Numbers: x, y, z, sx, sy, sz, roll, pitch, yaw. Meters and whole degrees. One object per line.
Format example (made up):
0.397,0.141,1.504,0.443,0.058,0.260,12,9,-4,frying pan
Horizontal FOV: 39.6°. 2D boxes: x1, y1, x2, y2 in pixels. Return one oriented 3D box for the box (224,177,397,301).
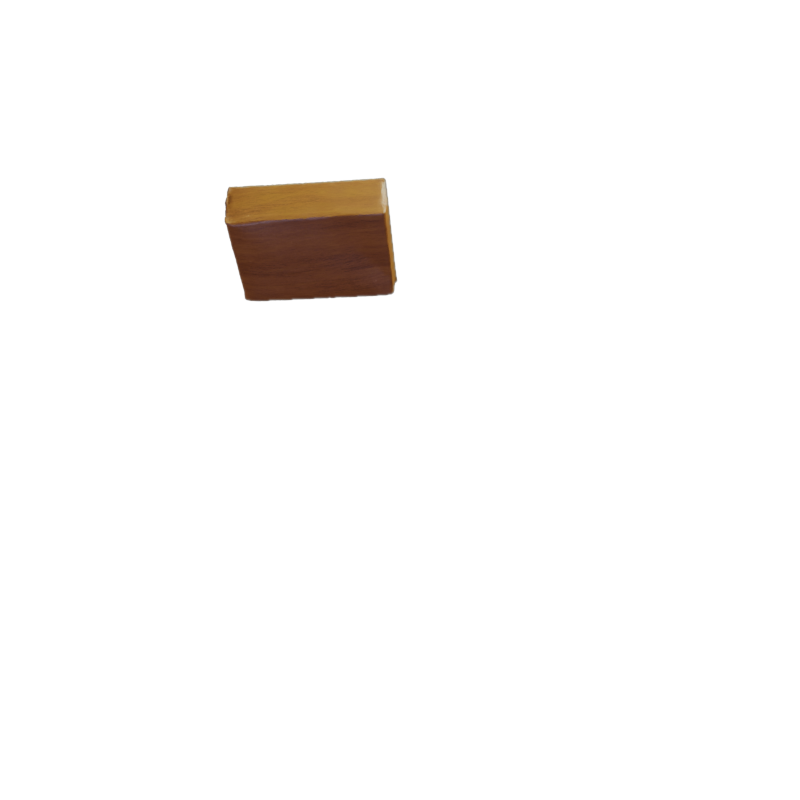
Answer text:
-0.061,-0.112,0.785,0.114,0.042,0.083,-3,-38,4,box
